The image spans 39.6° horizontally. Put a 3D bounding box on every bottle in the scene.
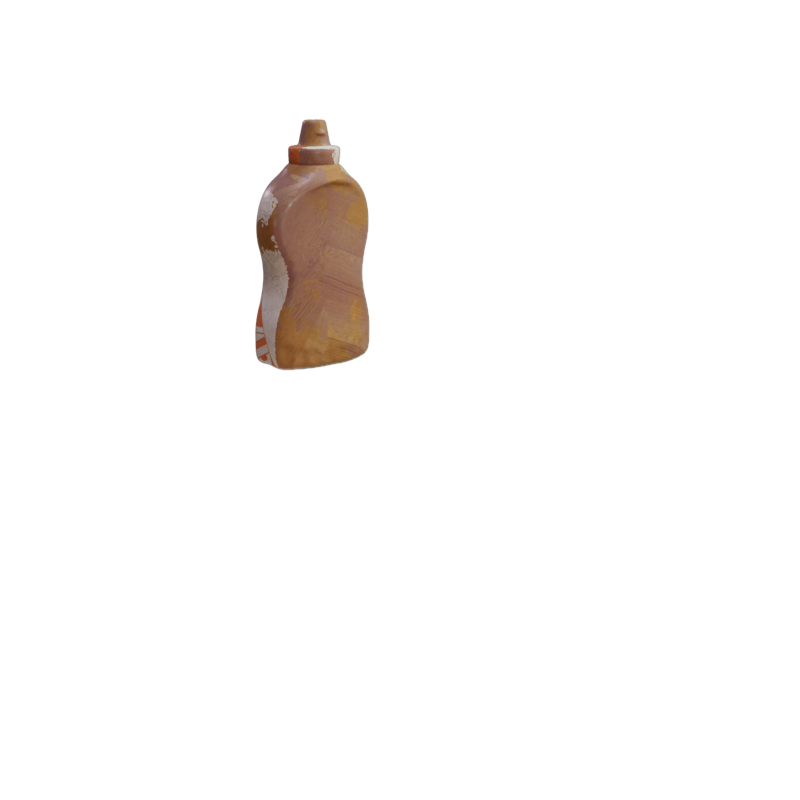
[{"bbox_3d":[-0.068,-0.125,0.875,0.093,0.187,0.061,-7,12,-37],"label":"bottle"}]
